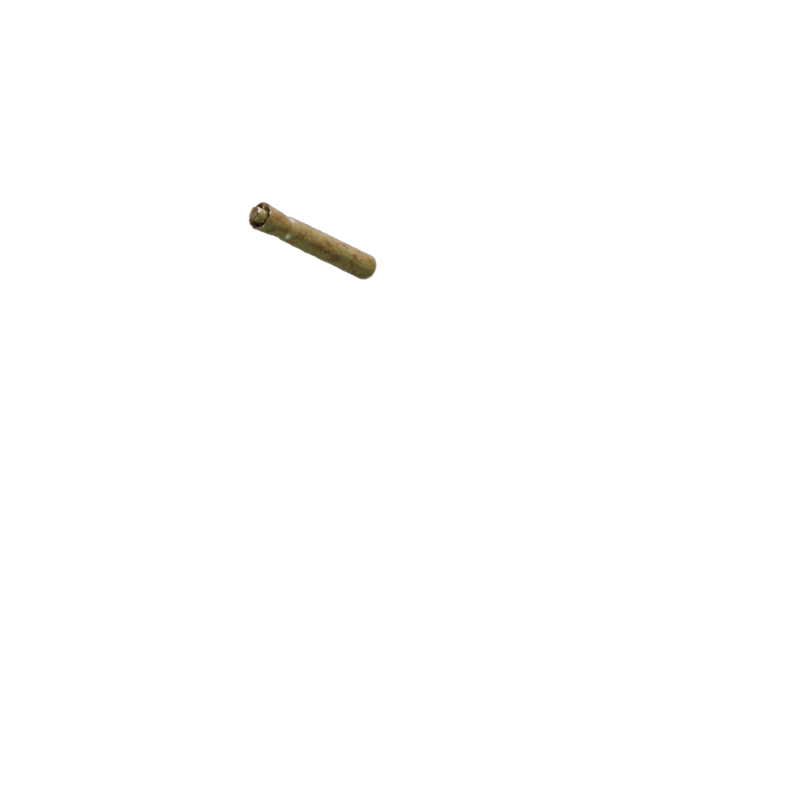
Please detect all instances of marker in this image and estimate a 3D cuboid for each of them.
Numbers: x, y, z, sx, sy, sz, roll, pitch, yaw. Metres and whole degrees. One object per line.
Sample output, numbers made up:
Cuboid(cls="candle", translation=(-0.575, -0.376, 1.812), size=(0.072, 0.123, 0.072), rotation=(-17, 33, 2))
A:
Cuboid(cls="marker", translation=(-0.059, -0.107, 0.752), size=(0.021, 0.020, 0.113), rotation=(3, -11, 40))
